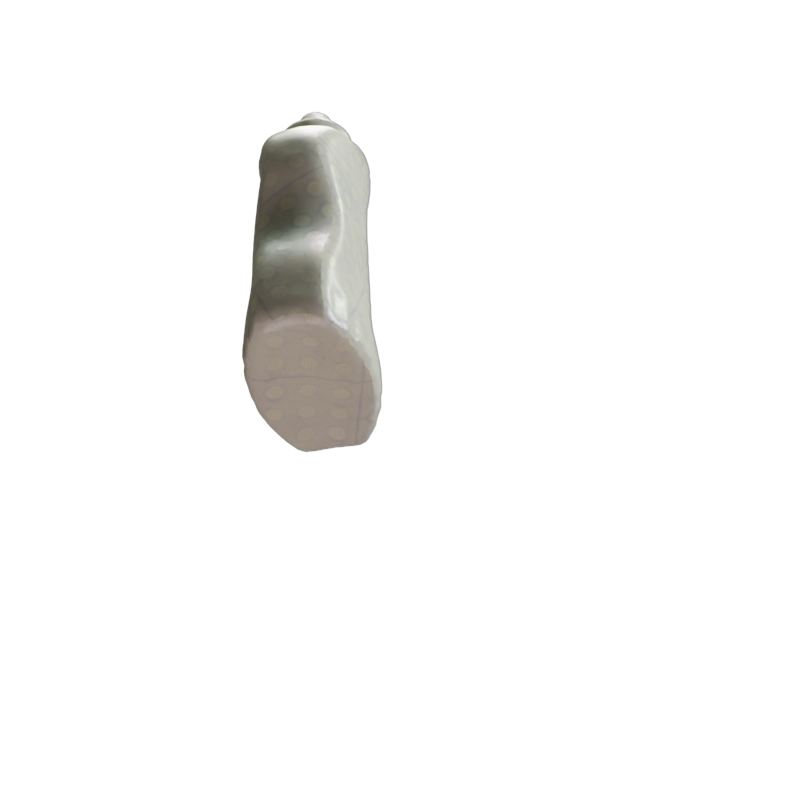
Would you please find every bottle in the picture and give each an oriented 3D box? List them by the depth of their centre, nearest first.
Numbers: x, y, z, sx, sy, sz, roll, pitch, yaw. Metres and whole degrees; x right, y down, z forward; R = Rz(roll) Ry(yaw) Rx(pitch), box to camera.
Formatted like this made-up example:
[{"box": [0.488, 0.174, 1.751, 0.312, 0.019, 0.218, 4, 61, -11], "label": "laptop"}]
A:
[{"box": [-0.042, -0.078, 0.545, 0.059, 0.206, 0.089, -11, -43, 7], "label": "bottle"}]
